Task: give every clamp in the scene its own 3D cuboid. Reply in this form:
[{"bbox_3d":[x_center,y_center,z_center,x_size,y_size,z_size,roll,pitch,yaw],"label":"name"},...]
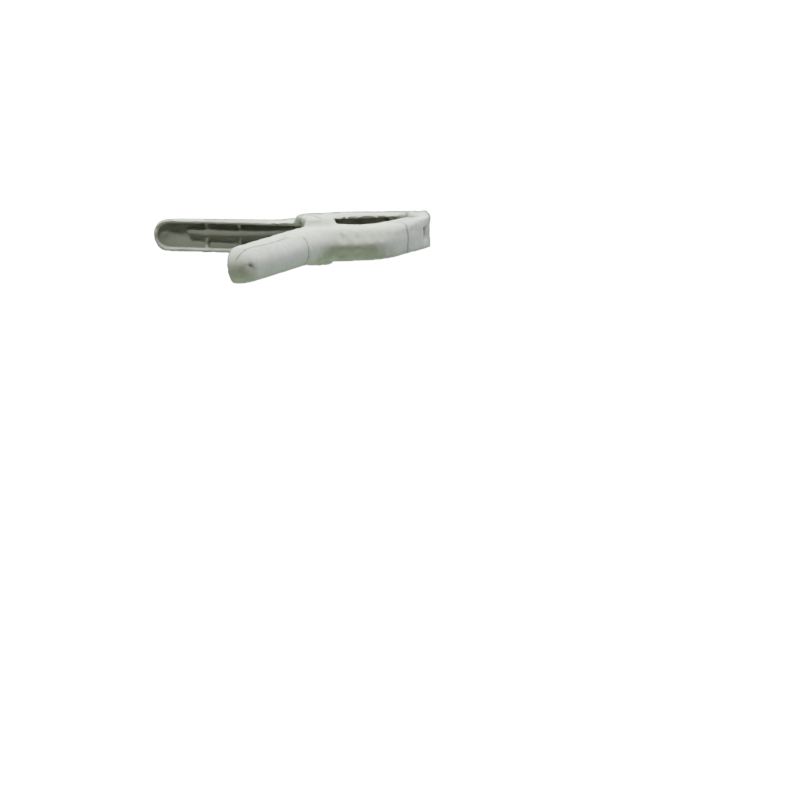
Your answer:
[{"bbox_3d":[-0.065,-0.118,0.827,0.205,0.035,0.174,-7,19,-20],"label":"clamp"}]
